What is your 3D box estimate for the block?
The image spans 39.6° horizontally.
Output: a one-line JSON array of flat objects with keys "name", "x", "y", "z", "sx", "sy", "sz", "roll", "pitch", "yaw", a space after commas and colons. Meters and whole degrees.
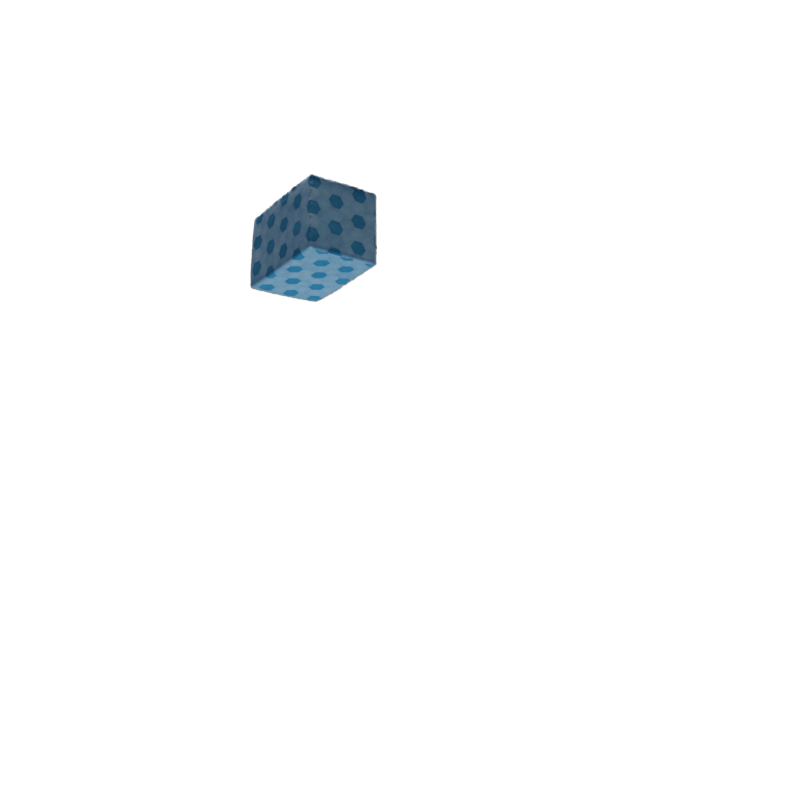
[{"name": "block", "x": -0.057, "y": -0.104, "z": 0.727, "sx": 0.050, "sy": 0.054, "sz": 0.078, "roll": 13, "pitch": -25, "yaw": -32}]
